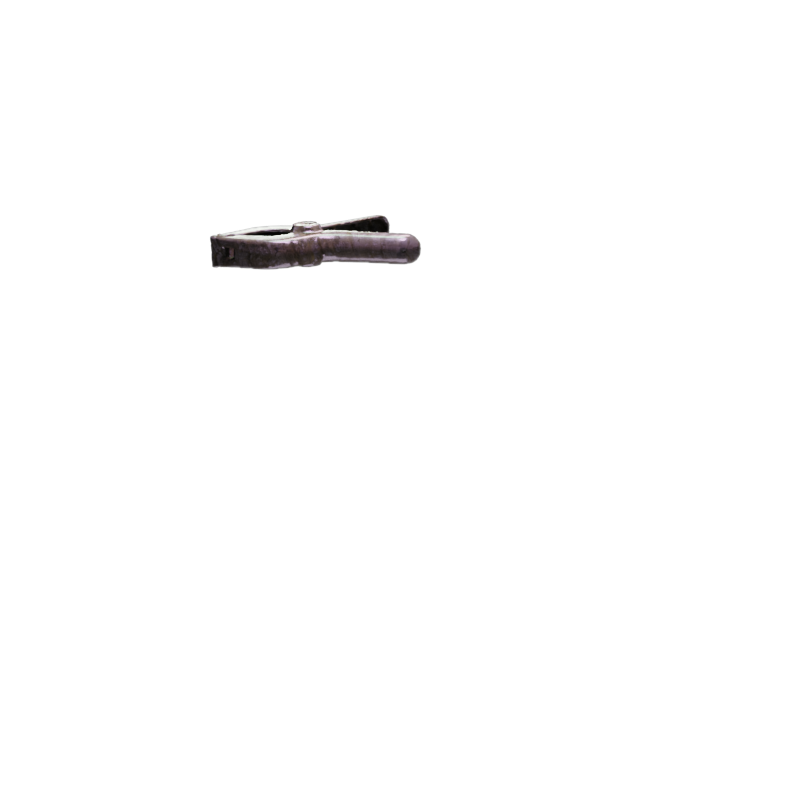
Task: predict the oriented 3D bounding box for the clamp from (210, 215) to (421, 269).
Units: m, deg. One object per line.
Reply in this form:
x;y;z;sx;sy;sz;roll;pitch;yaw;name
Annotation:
-0.074;-0.135;0.943;0.171;0.038;0.123;-1;12;-3;clamp
